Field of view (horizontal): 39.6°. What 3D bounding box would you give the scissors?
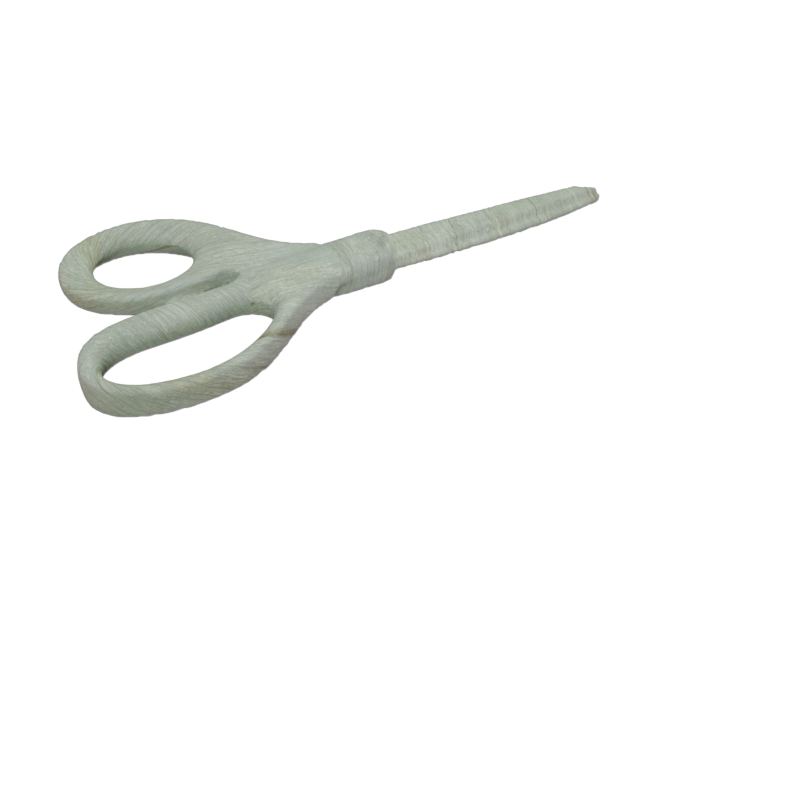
[{"bbox_3d":[-0.031,-0.056,0.390,0.202,0.015,0.103,-32,50,-31],"label":"scissors"}]
